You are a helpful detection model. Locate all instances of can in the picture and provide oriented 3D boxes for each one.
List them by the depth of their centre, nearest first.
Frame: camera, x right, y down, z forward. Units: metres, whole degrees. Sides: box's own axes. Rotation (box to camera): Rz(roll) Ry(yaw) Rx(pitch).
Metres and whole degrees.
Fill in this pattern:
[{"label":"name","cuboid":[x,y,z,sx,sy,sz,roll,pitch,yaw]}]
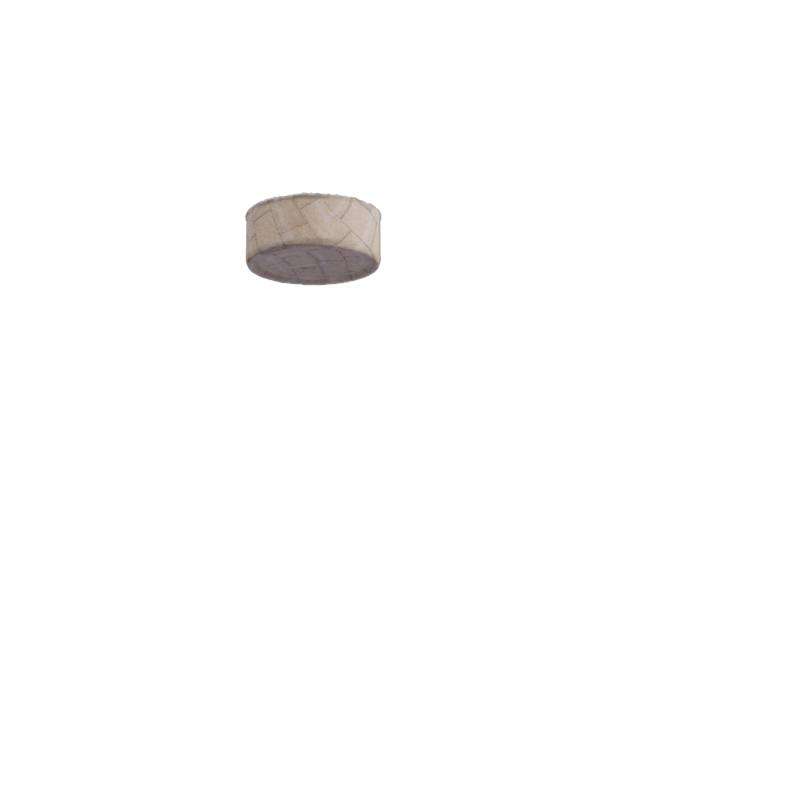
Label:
[{"label":"can","cuboid":[-0.054,-0.099,0.693,0.086,0.035,0.083,0,-12,-2]}]
